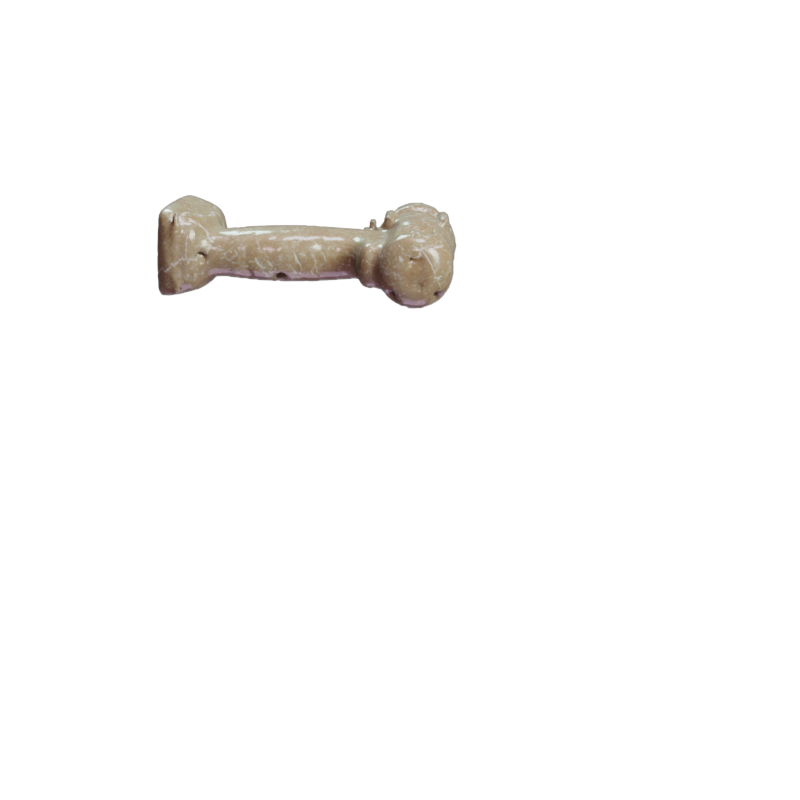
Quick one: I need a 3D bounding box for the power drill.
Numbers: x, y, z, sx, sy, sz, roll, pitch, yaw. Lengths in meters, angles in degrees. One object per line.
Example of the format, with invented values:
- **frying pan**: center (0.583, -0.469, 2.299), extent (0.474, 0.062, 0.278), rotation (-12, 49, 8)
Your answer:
- **power drill**: center (-0.057, -0.104, 0.731), extent (0.189, 0.056, 0.189), rotation (1, 15, 3)
